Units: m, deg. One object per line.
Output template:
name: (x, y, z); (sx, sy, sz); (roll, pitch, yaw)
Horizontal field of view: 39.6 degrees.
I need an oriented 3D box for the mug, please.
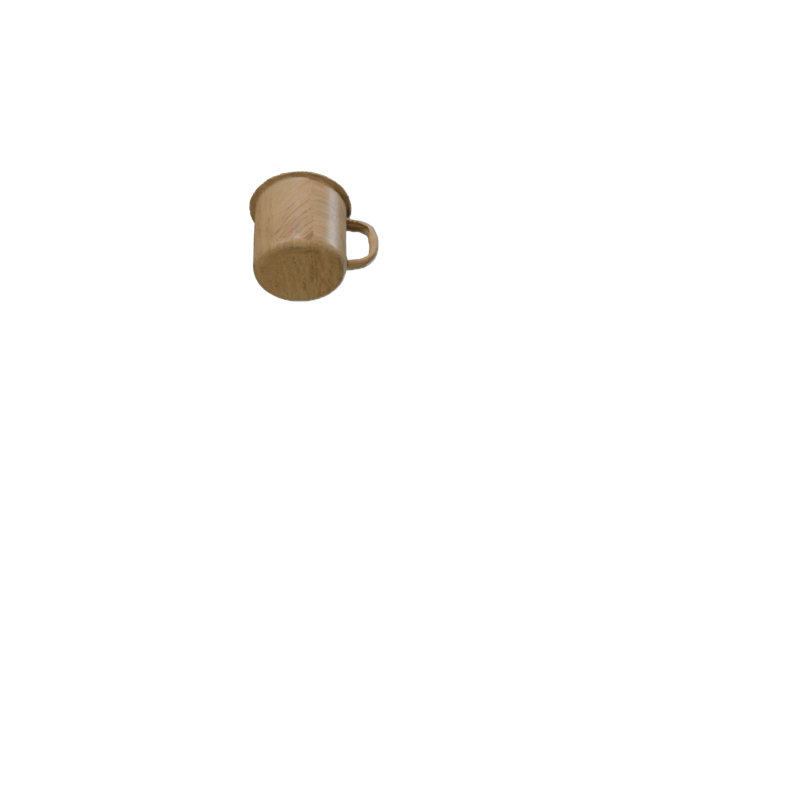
mug: (-0.077, -0.140, 0.982); (0.115, 0.087, 0.088); (7, -40, -10)
